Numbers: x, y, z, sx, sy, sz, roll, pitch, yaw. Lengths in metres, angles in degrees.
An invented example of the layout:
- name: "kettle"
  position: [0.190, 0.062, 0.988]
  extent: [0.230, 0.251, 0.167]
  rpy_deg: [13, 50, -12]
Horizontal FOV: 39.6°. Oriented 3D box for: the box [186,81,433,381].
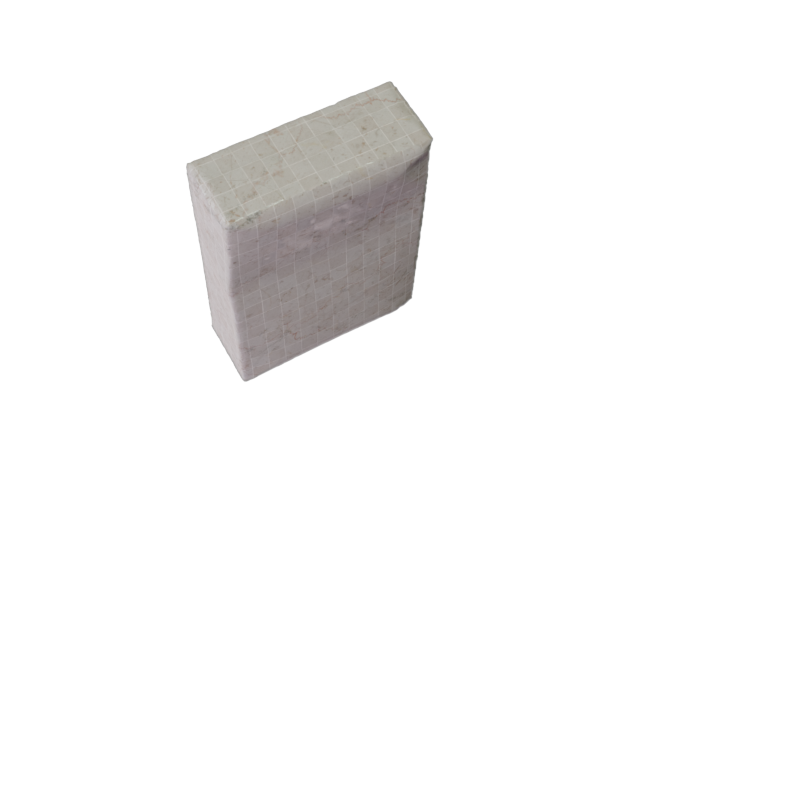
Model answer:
- name: "box"
  position: [-0.066, -0.120, 0.840]
  extent: [0.164, 0.077, 0.201]
  rpy_deg: [-26, -24, -17]
